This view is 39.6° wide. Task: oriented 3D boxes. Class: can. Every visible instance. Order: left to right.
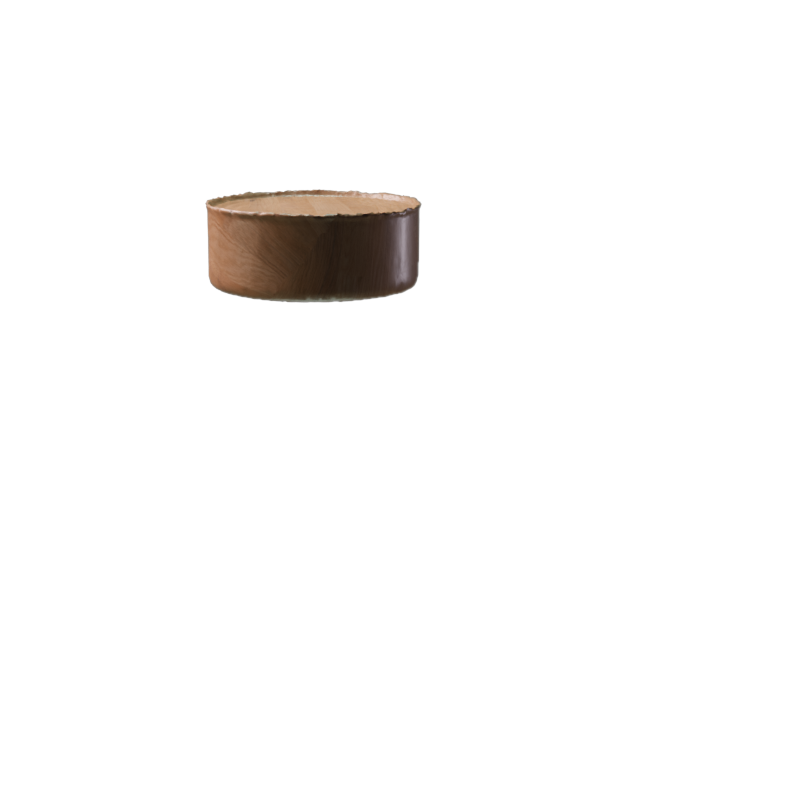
[{"bbox_3d":[-0.035,-0.063,0.443,0.086,0.033,0.089,0,15,-2],"label":"can"}]
